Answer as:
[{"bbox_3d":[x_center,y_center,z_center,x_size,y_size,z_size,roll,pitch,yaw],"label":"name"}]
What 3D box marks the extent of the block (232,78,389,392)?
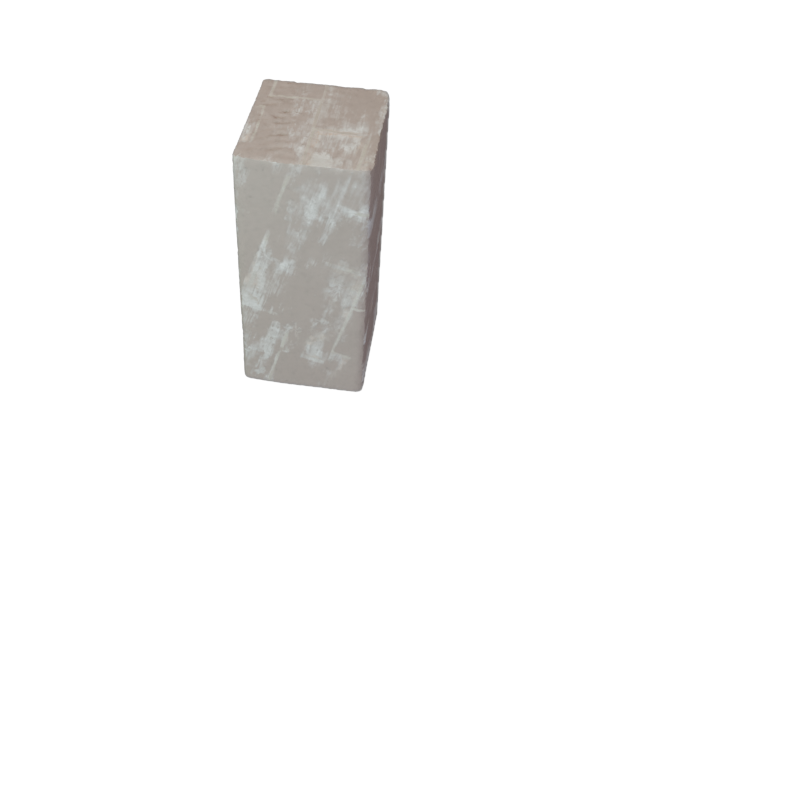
[{"bbox_3d":[-0.060,-0.111,0.779,0.091,0.192,0.096,8,45,4],"label":"block"}]
